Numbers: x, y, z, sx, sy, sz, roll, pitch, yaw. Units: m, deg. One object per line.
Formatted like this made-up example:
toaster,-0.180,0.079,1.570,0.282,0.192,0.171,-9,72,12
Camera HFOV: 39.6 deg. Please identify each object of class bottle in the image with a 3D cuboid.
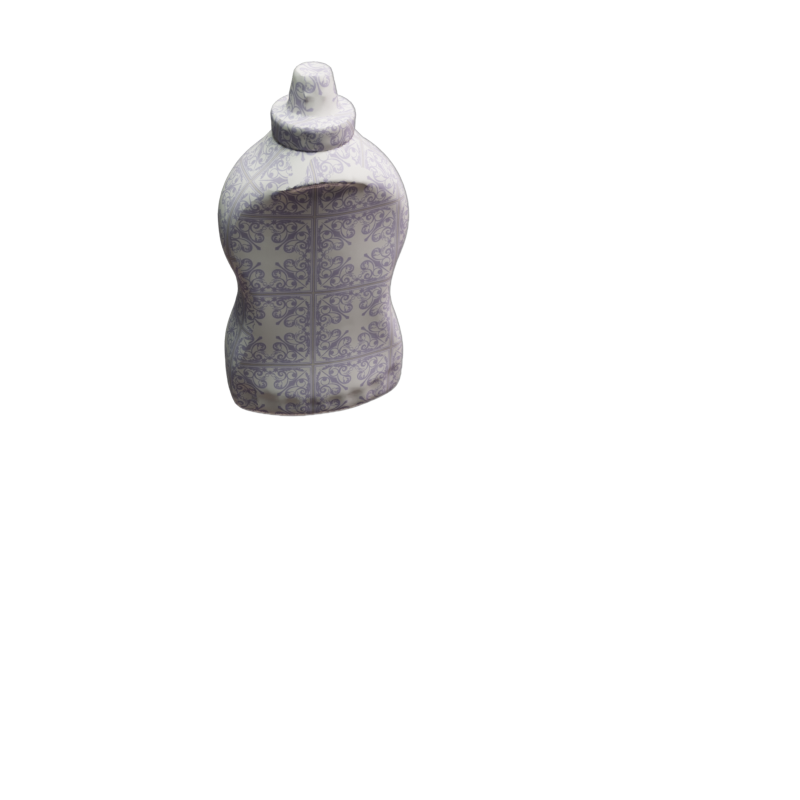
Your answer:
bottle,-0.044,-0.081,0.567,0.095,0.179,0.063,-5,37,-10
